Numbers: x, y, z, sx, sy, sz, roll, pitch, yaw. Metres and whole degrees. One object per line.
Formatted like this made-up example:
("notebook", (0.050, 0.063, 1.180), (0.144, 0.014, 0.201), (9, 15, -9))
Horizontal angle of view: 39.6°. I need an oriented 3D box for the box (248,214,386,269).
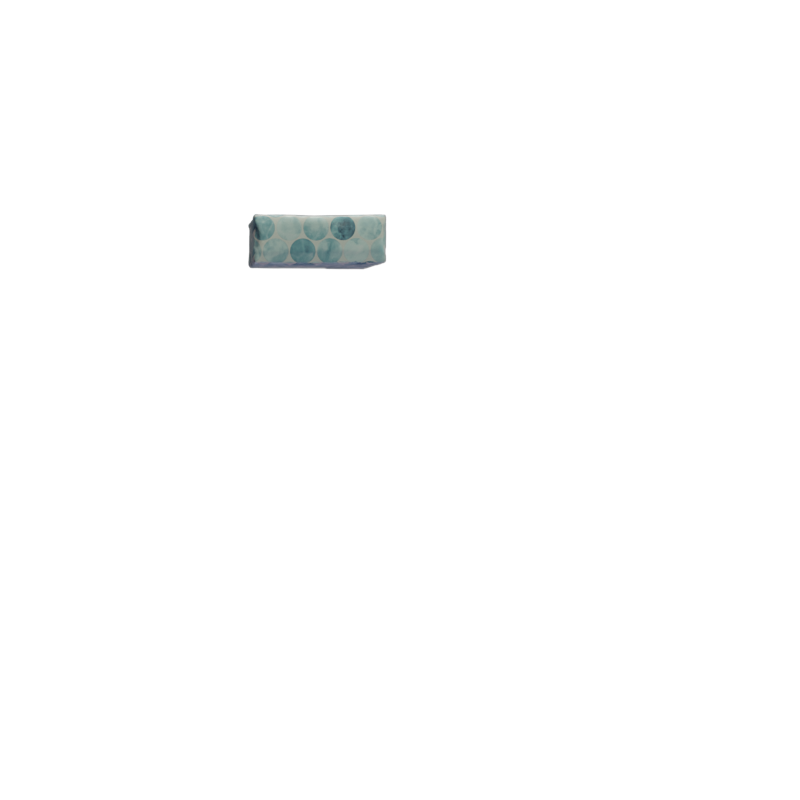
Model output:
("box", (-0.050, -0.092, 0.642), (0.072, 0.030, 0.090), (-1, 5, -8))
